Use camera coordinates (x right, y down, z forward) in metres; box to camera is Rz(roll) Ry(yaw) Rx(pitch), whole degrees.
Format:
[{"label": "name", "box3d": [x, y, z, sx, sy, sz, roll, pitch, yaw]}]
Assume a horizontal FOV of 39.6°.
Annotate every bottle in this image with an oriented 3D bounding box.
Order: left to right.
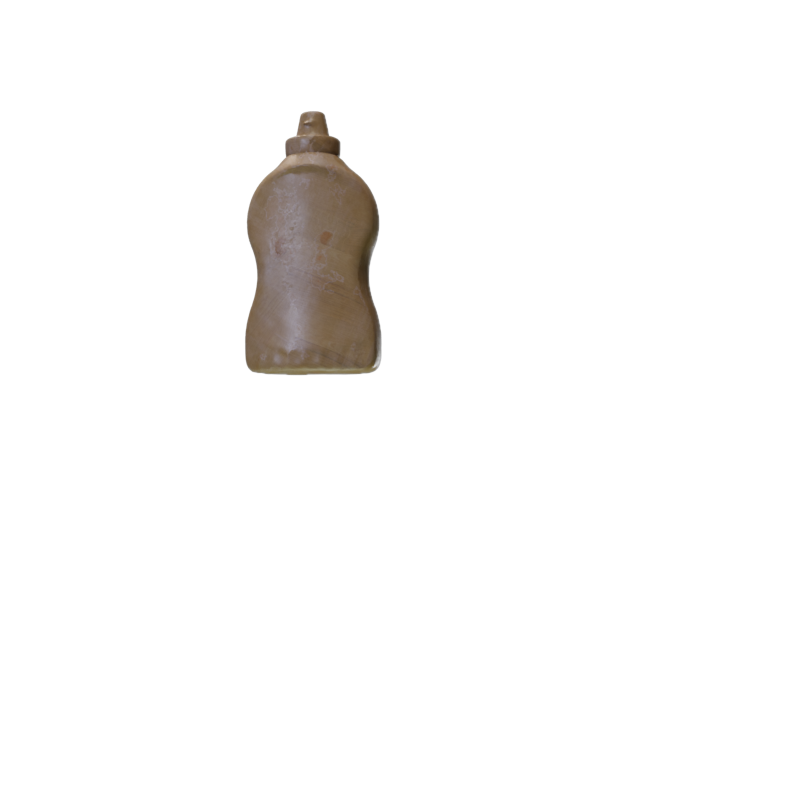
[{"label": "bottle", "box3d": [-0.063, -0.115, 0.808, 0.098, 0.196, 0.056, -2, -8, 13]}]
